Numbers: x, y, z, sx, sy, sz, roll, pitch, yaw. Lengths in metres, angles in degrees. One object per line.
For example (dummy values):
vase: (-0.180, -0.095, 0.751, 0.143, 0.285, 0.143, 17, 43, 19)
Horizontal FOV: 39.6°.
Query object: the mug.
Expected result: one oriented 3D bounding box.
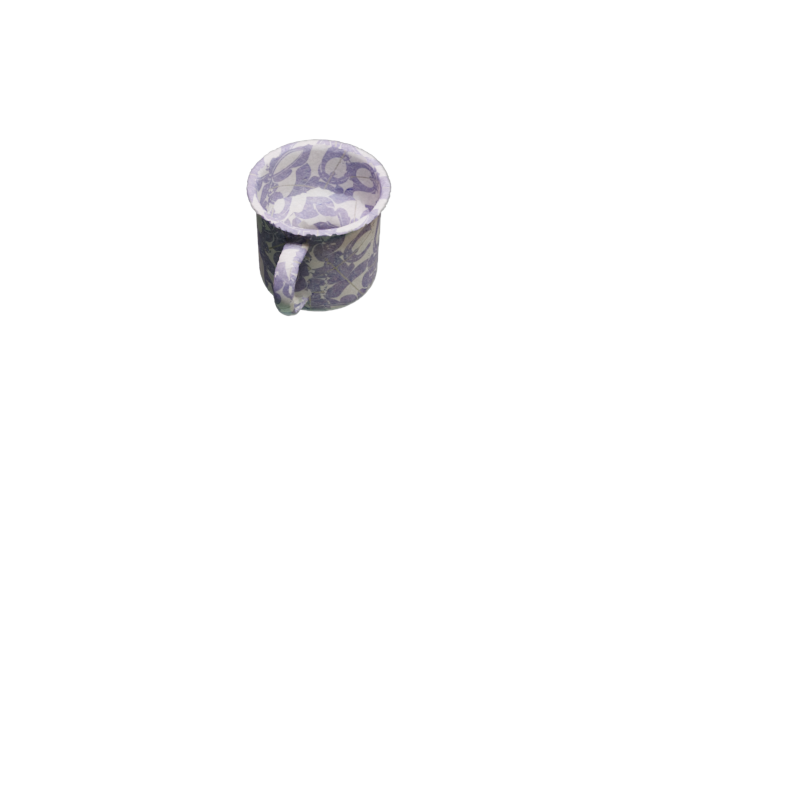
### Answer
mug: (-0.057, -0.104, 0.731, 0.095, 0.123, 0.076, 11, -41, 8)
